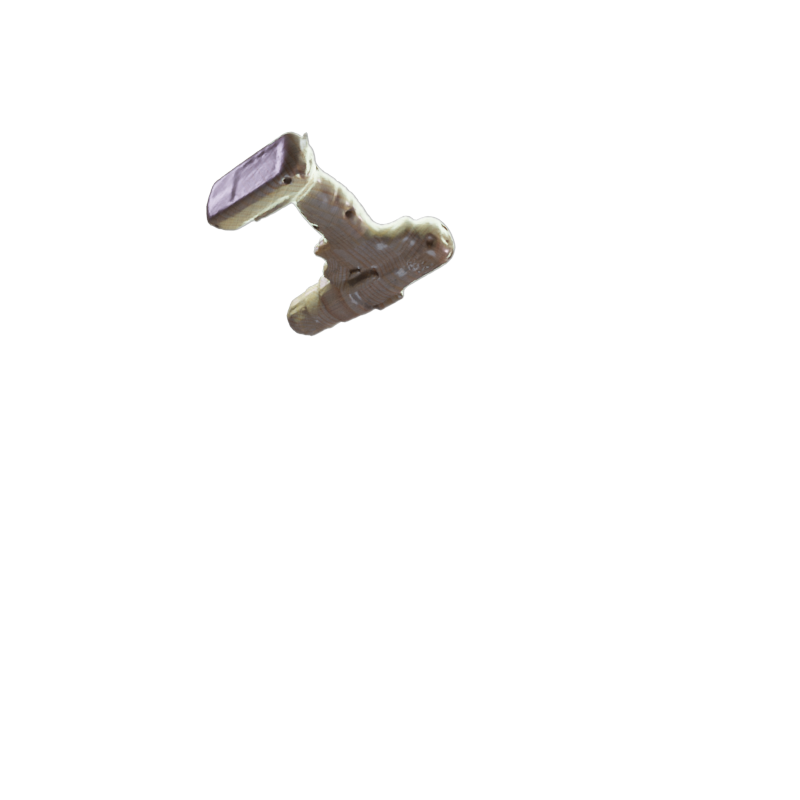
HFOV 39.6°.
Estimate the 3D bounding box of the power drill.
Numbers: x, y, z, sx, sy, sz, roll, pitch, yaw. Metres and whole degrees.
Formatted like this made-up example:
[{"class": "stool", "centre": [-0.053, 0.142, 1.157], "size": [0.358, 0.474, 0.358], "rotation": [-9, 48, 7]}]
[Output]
[{"class": "power drill", "centre": [-0.075, -0.137, 0.958], "size": [0.184, 0.062, 0.175], "rotation": [-30, -47, 31]}]
